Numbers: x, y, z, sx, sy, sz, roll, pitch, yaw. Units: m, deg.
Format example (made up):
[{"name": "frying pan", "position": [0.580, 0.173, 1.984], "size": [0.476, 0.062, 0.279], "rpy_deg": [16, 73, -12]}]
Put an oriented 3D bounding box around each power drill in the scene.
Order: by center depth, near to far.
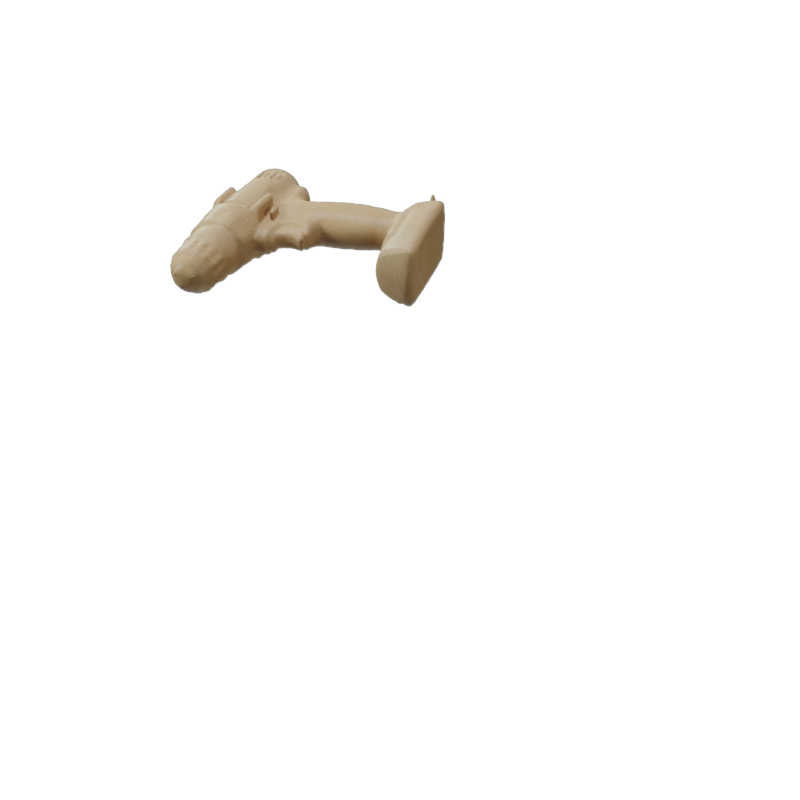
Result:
[{"name": "power drill", "position": [-0.069, -0.126, 0.882], "size": [0.193, 0.054, 0.191], "rpy_deg": [12, 36, 17]}]
